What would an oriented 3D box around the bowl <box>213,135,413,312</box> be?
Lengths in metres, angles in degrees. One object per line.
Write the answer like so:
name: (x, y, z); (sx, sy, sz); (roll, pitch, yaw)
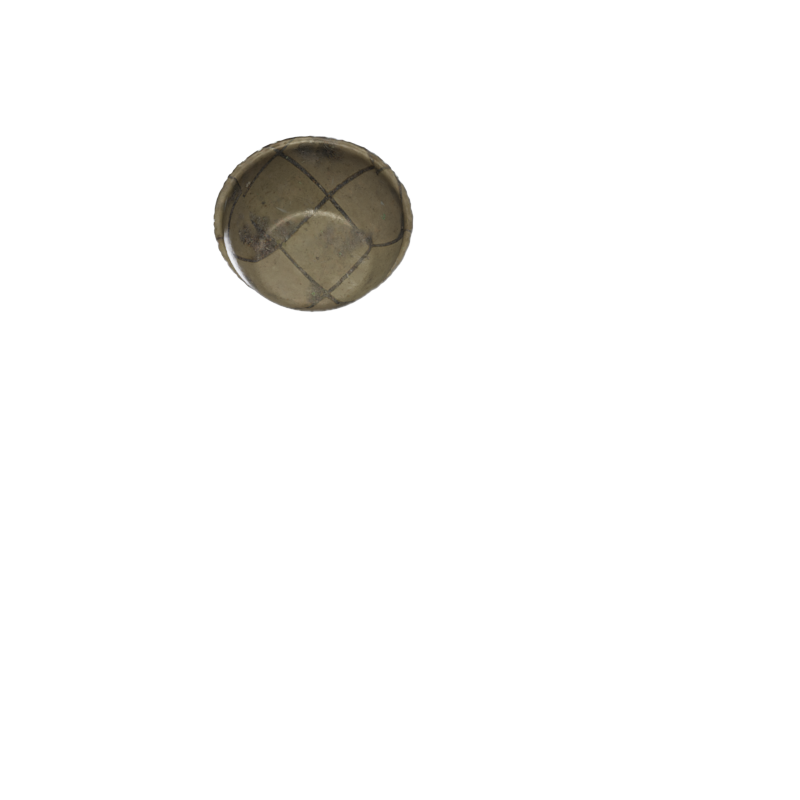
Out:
bowl: (-0.069, -0.125, 0.876); (0.162, 0.152, 0.059); (1, 35, -1)
